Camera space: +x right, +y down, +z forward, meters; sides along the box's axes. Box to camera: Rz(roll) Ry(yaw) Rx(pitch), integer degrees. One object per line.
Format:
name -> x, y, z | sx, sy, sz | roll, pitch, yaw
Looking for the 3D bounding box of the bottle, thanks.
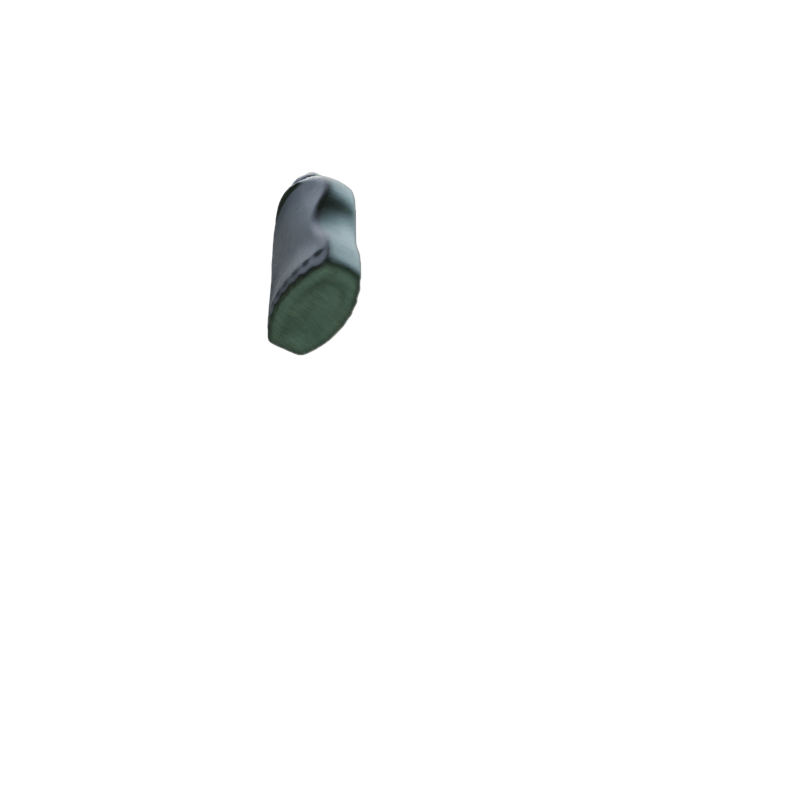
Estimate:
bottle -> -0.073, -0.133, 0.927 | 0.056, 0.093, 0.206 | 23, 35, -22
